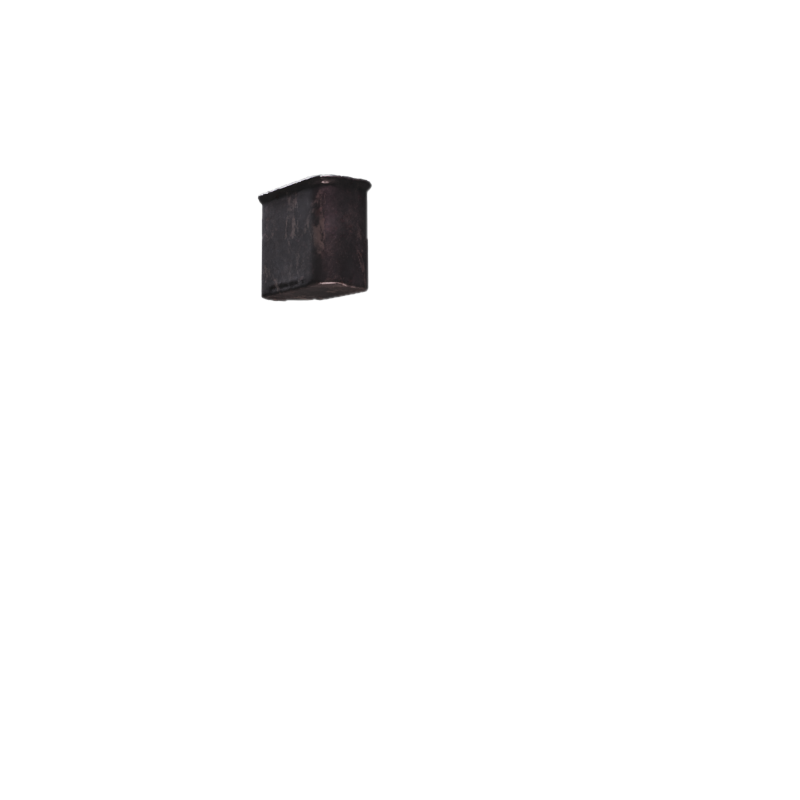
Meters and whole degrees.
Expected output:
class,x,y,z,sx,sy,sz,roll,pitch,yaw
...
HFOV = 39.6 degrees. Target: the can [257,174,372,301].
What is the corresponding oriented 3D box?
class,x,y,z,sx,sy,sz,roll,pitch,yaw
can,-0.068,-0.124,0.866,0.055,0.086,0.104,6,-9,-37
